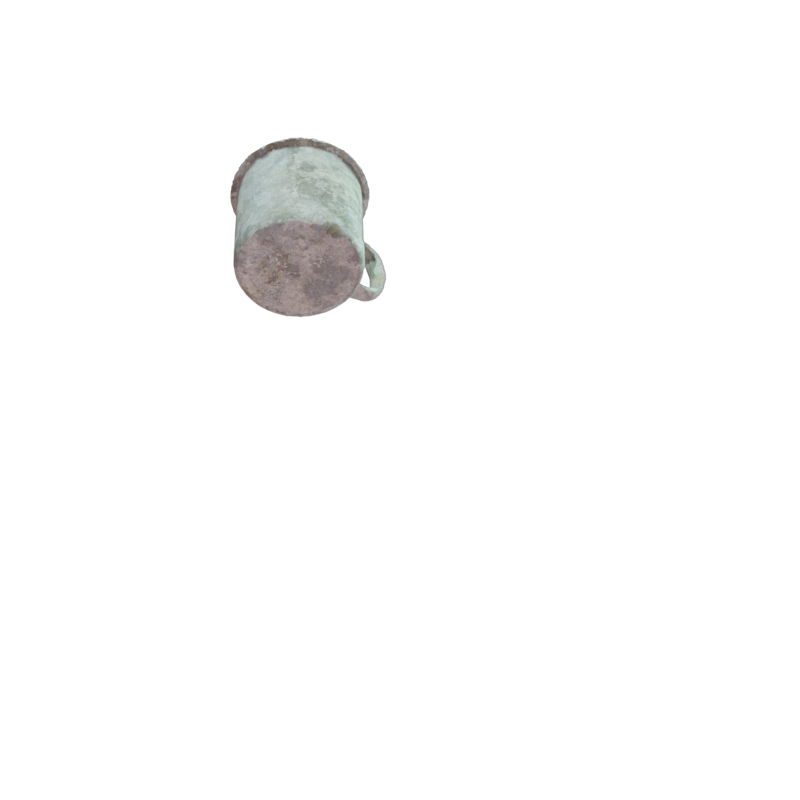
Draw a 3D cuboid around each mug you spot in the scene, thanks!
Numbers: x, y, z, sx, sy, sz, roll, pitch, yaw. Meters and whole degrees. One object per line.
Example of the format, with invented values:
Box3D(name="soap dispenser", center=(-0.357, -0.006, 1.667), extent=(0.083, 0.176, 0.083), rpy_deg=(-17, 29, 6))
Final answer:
Box3D(name="mug", center=(-0.056, -0.102, 0.716), extent=(0.111, 0.087, 0.092), rpy_deg=(35, -58, -28))
